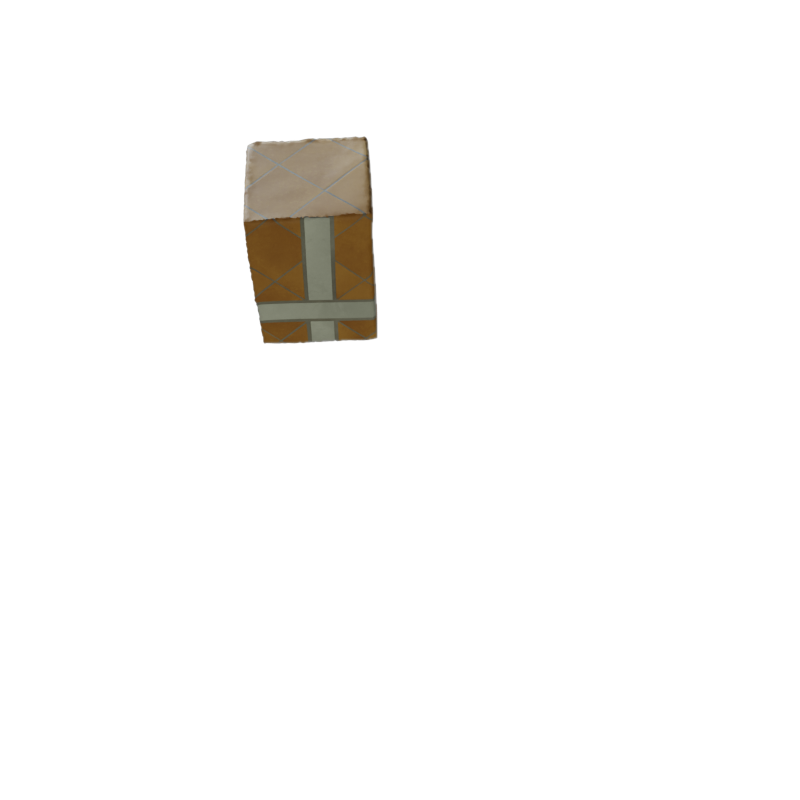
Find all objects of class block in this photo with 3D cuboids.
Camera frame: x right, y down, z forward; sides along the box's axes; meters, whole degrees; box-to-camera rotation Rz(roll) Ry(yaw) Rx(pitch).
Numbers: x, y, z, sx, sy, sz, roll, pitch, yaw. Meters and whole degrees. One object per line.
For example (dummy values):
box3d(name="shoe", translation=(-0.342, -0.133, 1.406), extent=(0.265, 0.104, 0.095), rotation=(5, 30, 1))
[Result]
box3d(name="block", translation=(-0.037, -0.068, 0.478), extent=(0.053, 0.055, 0.072), rotation=(-2, -41, 0))
